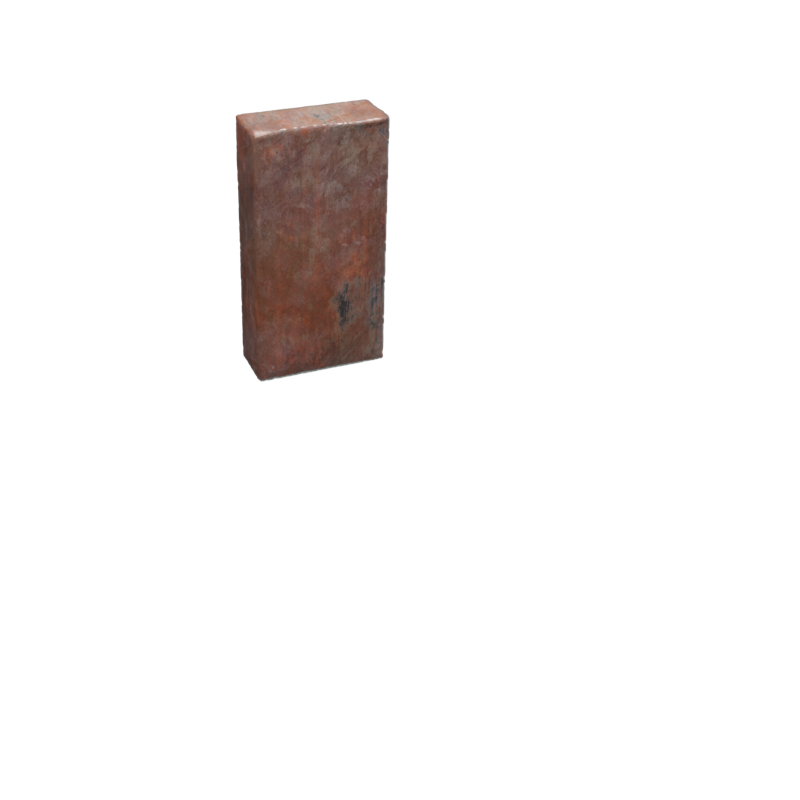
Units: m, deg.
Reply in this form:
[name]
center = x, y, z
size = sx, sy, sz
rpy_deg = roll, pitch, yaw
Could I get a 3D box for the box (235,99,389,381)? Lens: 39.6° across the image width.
[box]
center = -0.057, -0.104, 0.729
size = 0.092, 0.166, 0.052
rpy_deg = -10, 32, -20
